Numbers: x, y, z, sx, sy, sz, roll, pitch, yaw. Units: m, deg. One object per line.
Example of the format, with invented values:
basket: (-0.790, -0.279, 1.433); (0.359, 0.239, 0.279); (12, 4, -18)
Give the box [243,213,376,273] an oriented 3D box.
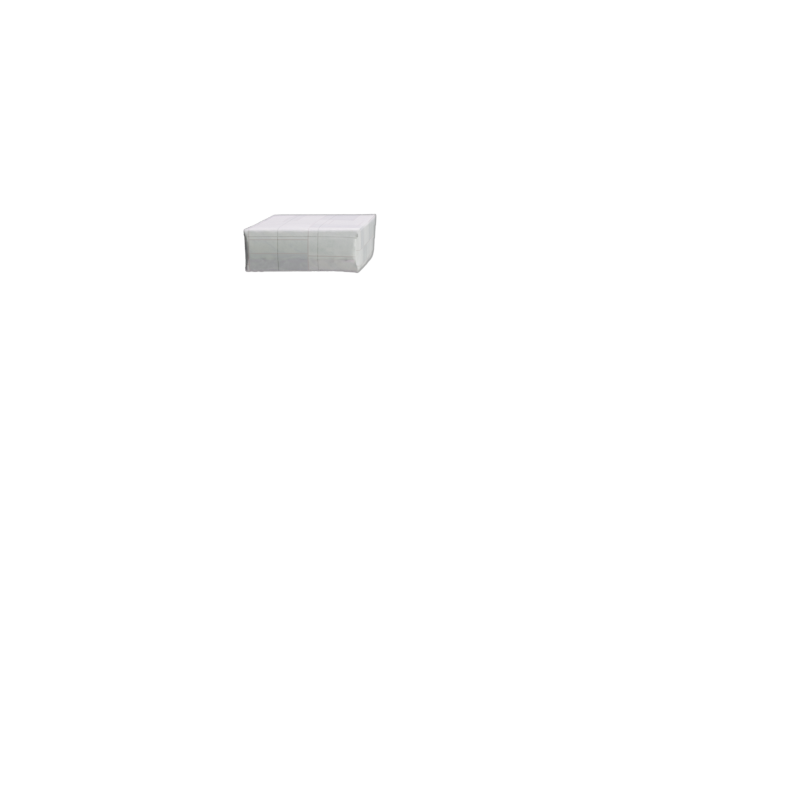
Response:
box: (-0.069, -0.127, 0.887); (0.091, 0.038, 0.115); (2, 12, 7)
